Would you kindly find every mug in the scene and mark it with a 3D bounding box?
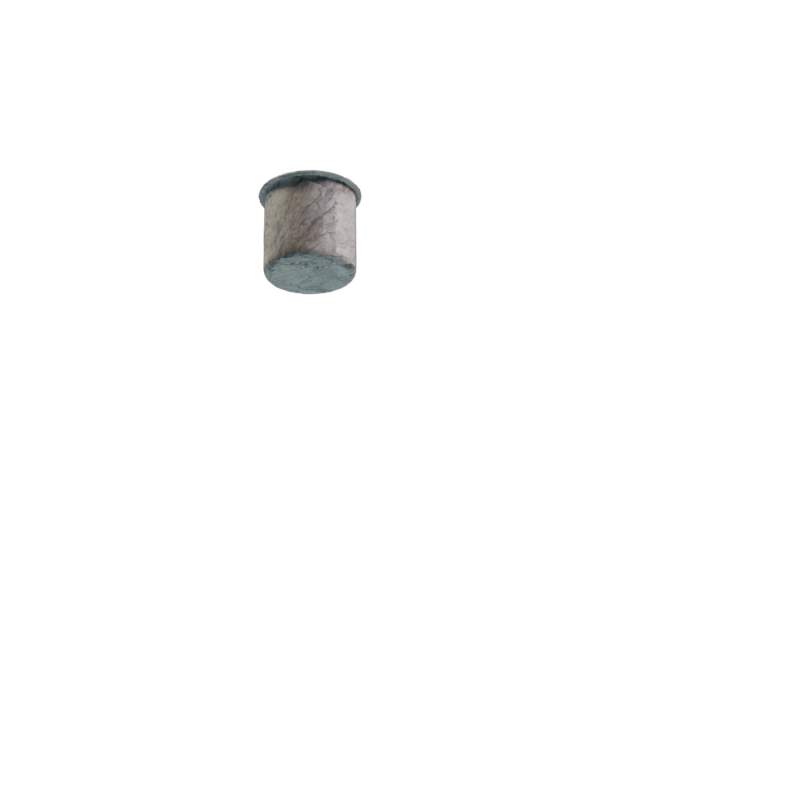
[{"bbox_3d":[-0.078,-0.142,0.992,0.094,0.086,0.110,-5,-23,10],"label":"mug"}]
